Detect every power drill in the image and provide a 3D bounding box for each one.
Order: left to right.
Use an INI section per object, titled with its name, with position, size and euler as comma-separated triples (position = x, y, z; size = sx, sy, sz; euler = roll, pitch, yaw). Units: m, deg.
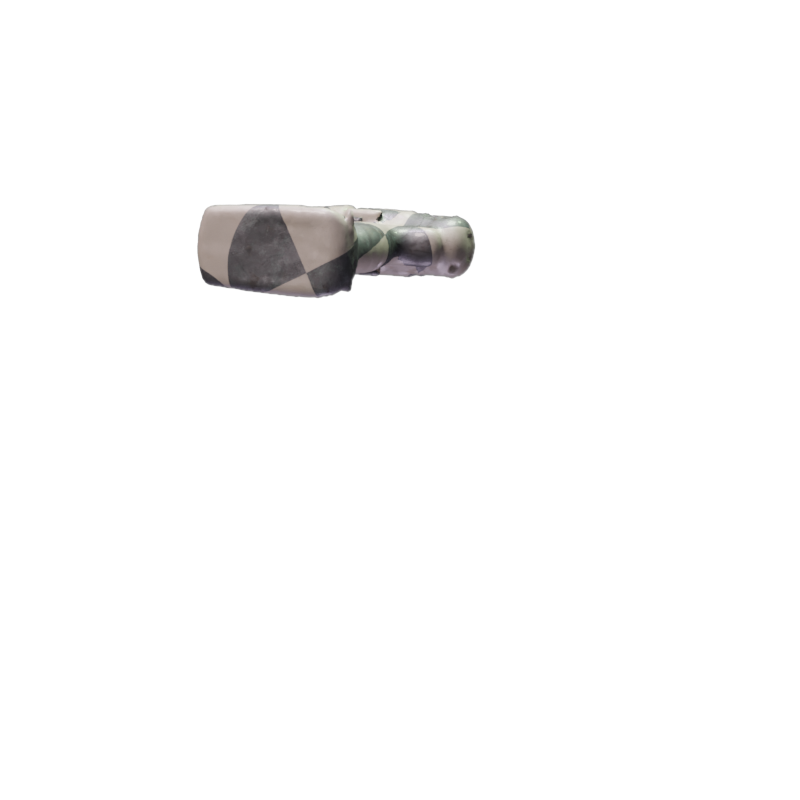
[power drill]
position = -0.061, -0.111, 0.777
size = 0.191, 0.056, 0.185
euler = 5, 12, 25
